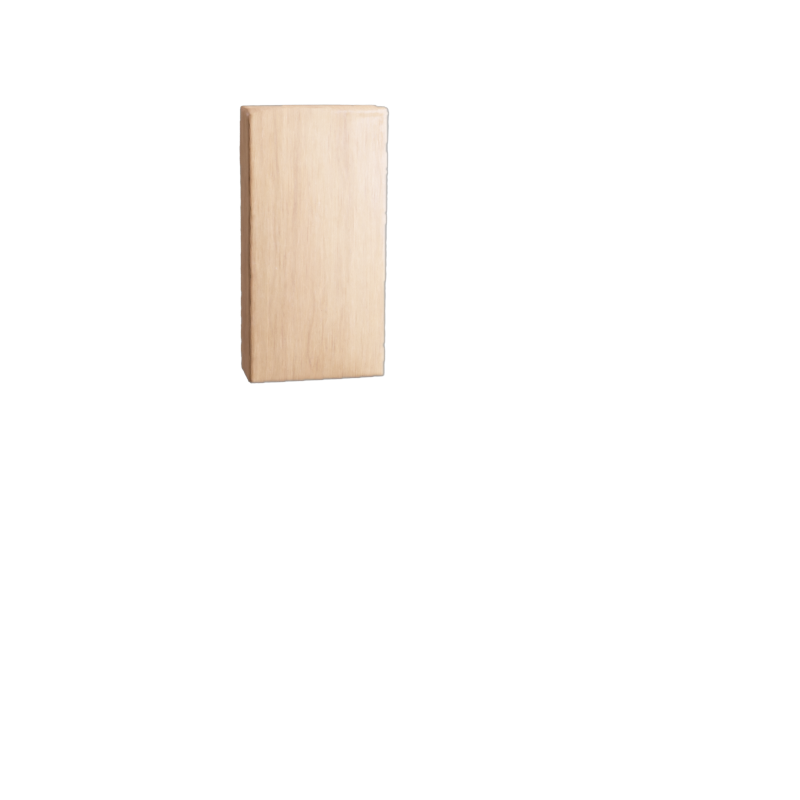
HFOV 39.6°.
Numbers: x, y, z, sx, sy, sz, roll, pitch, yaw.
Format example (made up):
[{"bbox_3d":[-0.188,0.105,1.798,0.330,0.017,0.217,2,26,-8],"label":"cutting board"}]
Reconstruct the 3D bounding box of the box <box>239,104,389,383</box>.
[{"bbox_3d":[-0.056,-0.103,0.720,0.092,0.171,0.050,-2,13,-13],"label":"box"}]
